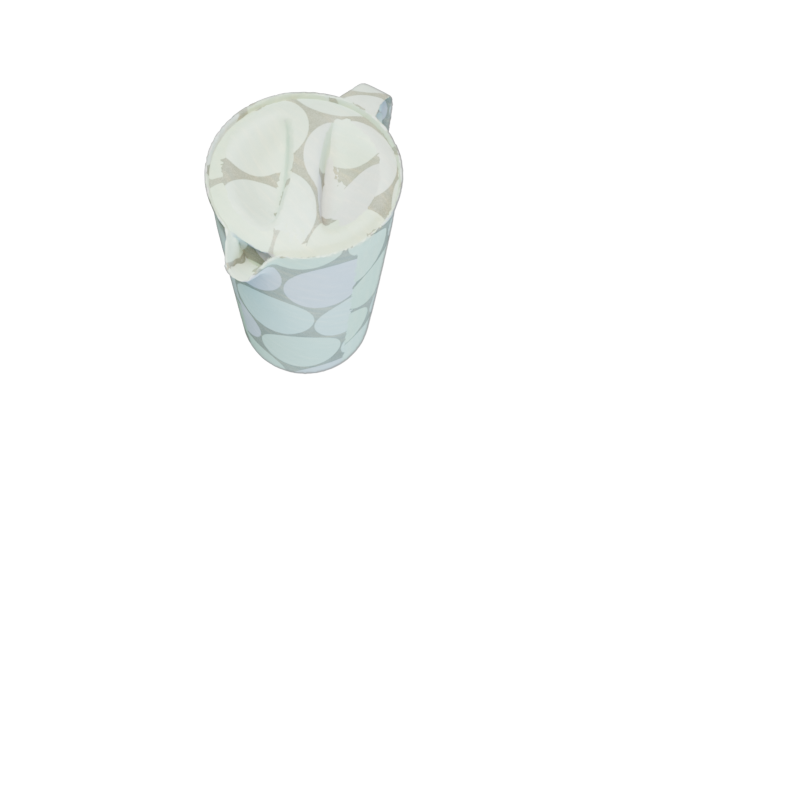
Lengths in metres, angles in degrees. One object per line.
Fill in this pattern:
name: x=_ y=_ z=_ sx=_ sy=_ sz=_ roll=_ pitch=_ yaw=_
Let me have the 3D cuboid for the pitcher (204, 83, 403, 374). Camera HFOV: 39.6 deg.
pitcher: x=-0.066 y=-0.121 z=0.845 sx=0.148 sy=0.154 sz=0.230 roll=-13 pitch=-22 yaw=-8
